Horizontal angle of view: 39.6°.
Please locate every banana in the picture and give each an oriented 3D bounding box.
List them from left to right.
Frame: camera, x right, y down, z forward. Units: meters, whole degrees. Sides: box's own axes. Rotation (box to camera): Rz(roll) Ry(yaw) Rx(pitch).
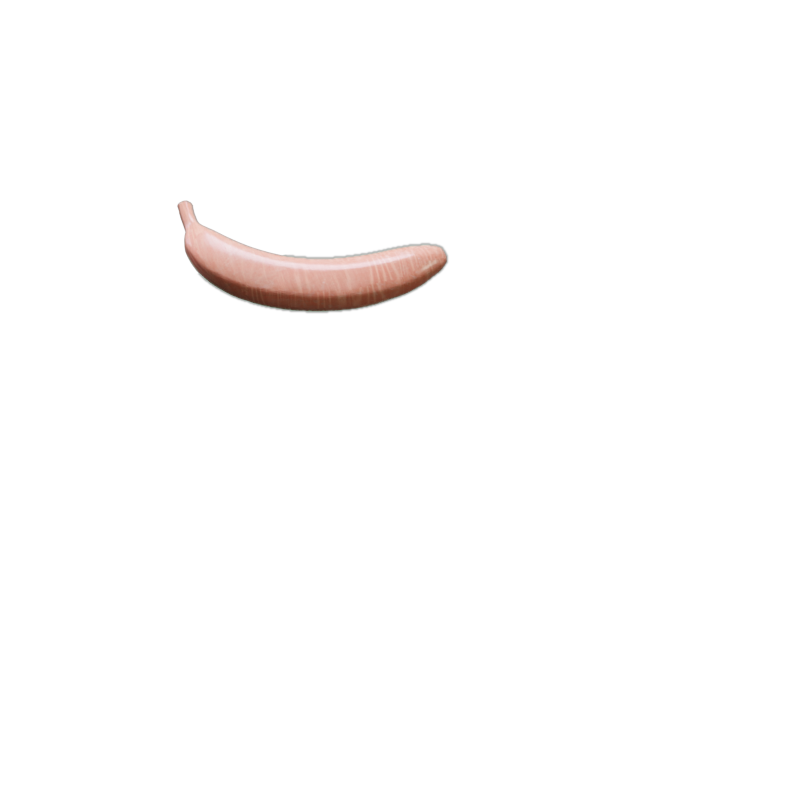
[{"bbox_3d":[-0.068,-0.094,0.775,0.199,0.072,0.035,12,-17,4],"label":"banana"}]
